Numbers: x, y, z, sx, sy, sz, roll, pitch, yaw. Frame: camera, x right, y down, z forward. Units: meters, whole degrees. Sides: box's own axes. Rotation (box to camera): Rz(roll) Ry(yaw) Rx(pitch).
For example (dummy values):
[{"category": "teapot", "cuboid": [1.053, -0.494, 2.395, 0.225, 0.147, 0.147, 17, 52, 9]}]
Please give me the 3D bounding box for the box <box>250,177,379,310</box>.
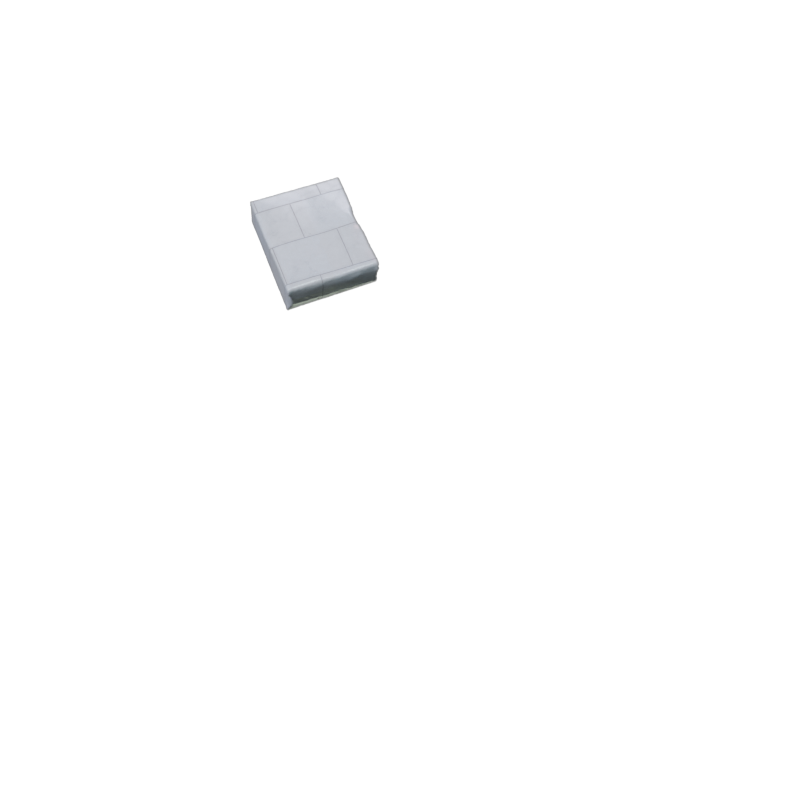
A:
[{"category": "box", "cuboid": [-0.066, -0.120, 0.839, 0.073, 0.096, 0.028, -18, -30, -11]}]
